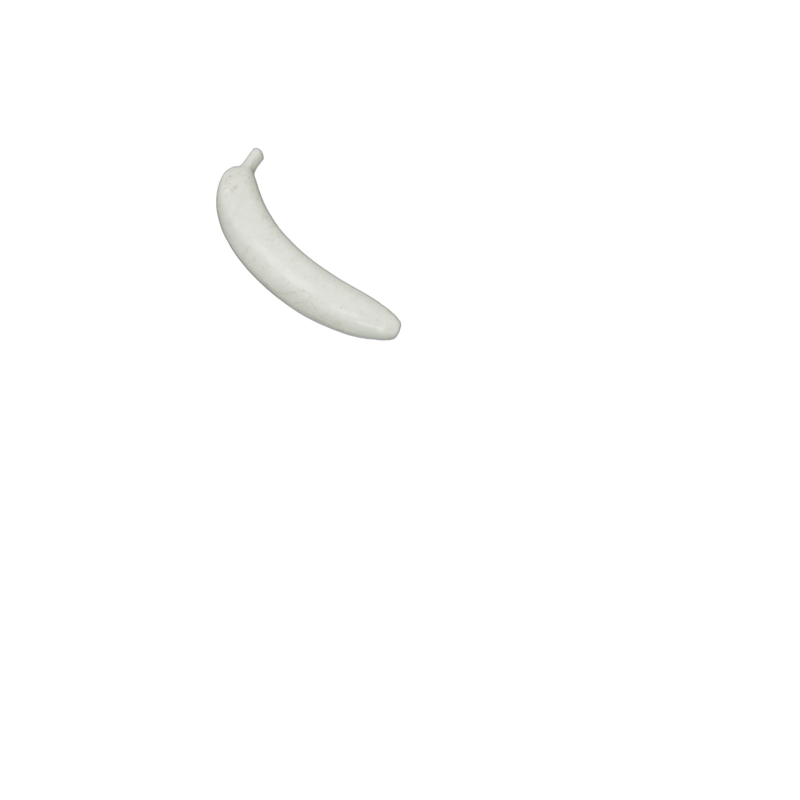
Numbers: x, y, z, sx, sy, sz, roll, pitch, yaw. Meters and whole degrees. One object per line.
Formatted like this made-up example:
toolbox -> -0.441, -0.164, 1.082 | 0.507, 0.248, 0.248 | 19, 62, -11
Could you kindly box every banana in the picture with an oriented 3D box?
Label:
banana -> -0.081, -0.110, 0.809 | 0.069, 0.210, 0.034 | -30, -25, -16
